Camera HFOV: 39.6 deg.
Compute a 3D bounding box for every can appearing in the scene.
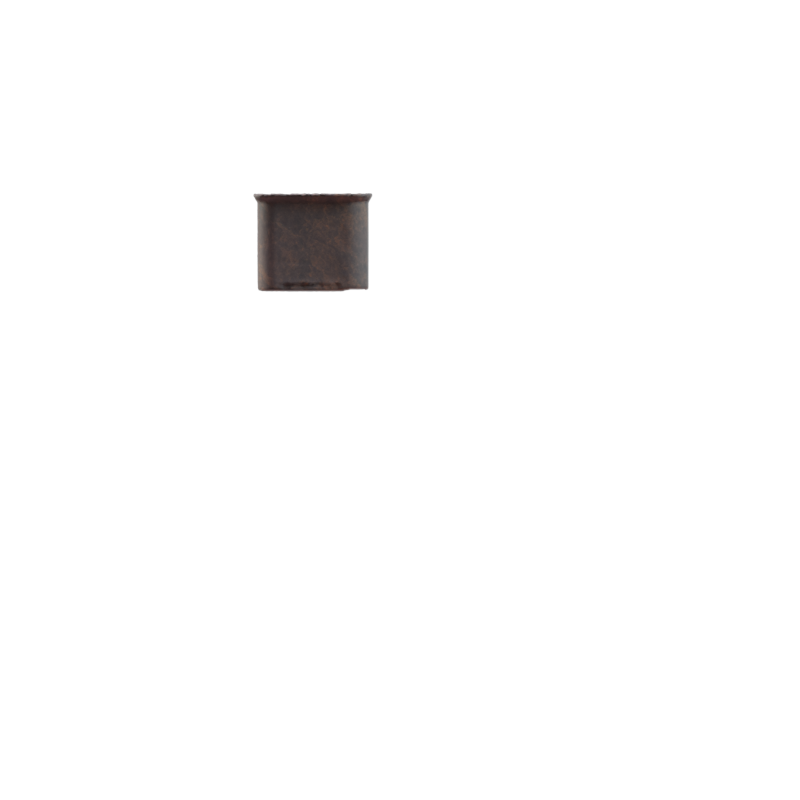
[{"bbox_3d":[-0.075,-0.137,0.963,0.102,0.083,0.058,0,4,3],"label":"can"}]
